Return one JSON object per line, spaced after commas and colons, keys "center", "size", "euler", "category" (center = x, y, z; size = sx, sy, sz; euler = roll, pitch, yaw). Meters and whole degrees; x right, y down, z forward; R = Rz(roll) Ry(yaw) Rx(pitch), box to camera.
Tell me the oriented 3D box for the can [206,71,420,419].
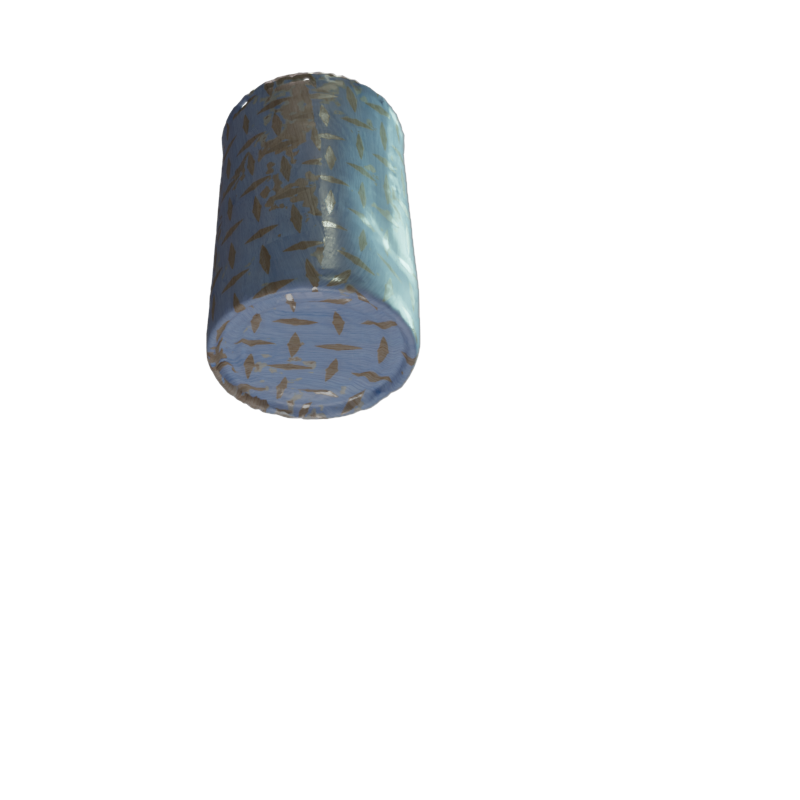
{"center": [-0.029, -0.054, 0.377], "size": [0.068, 0.110, 0.064], "euler": [-1, -41, -3], "category": "can"}
